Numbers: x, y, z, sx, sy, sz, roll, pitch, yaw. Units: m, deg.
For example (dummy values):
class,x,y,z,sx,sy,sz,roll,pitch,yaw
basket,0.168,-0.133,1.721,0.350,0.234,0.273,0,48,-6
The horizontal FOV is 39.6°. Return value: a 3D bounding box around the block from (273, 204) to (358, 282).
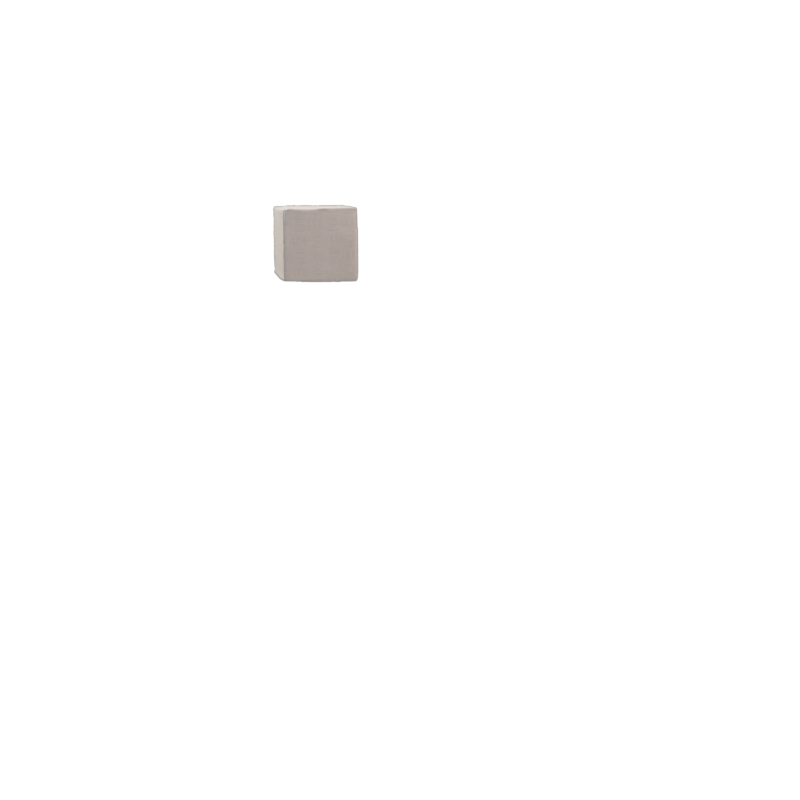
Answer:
class,x,y,z,sx,sy,sz,roll,pitch,yaw
block,-0.062,-0.113,0.790,0.052,0.050,0.080,-1,9,-11
